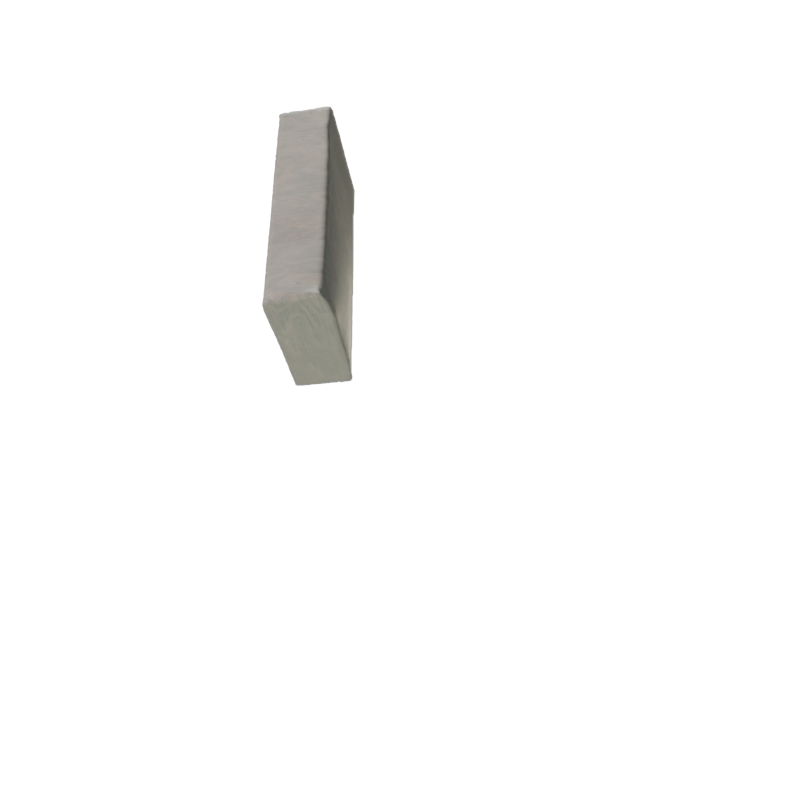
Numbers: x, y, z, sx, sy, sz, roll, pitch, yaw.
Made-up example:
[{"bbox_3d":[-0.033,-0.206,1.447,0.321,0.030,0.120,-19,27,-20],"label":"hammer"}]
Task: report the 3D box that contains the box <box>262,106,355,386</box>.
[{"bbox_3d":[-0.060,-0.109,0.765,0.048,0.189,0.086,-9,-39,6],"label":"box"}]
